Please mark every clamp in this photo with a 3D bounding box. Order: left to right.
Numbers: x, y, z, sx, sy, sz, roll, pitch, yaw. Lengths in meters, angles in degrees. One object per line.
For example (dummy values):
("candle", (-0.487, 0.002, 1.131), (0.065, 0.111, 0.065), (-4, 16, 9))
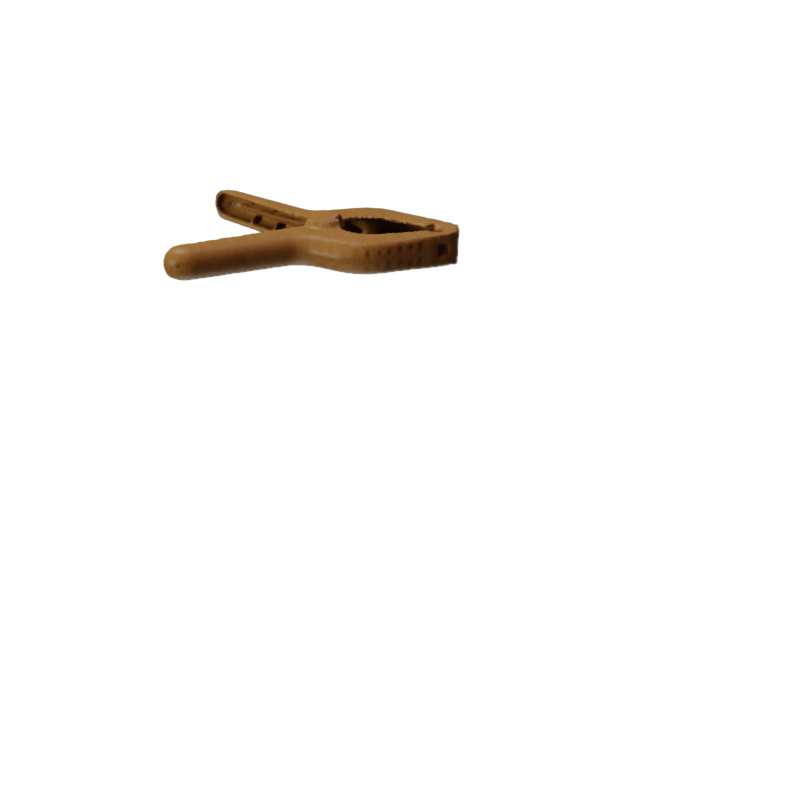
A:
("clamp", (-0.064, -0.117, 0.822), (0.214, 0.035, 0.170), (7, 27, 13))
